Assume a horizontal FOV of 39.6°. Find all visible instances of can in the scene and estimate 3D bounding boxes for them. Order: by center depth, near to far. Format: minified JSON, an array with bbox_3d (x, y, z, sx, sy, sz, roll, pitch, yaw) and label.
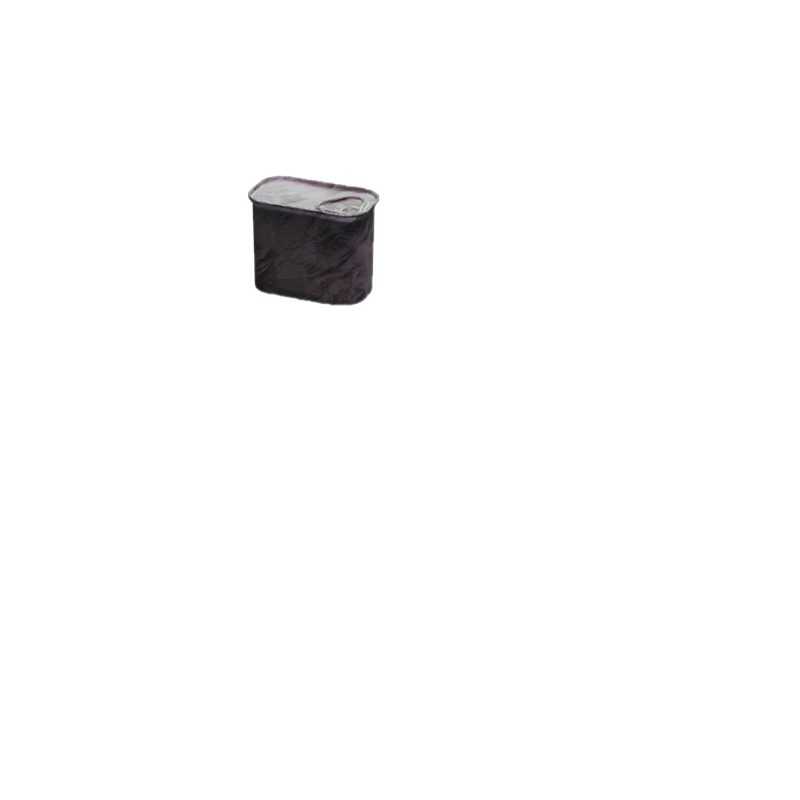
[{"bbox_3d":[-0.070,-0.128,0.895,0.105,0.079,0.059,12,30,18],"label":"can"}]
